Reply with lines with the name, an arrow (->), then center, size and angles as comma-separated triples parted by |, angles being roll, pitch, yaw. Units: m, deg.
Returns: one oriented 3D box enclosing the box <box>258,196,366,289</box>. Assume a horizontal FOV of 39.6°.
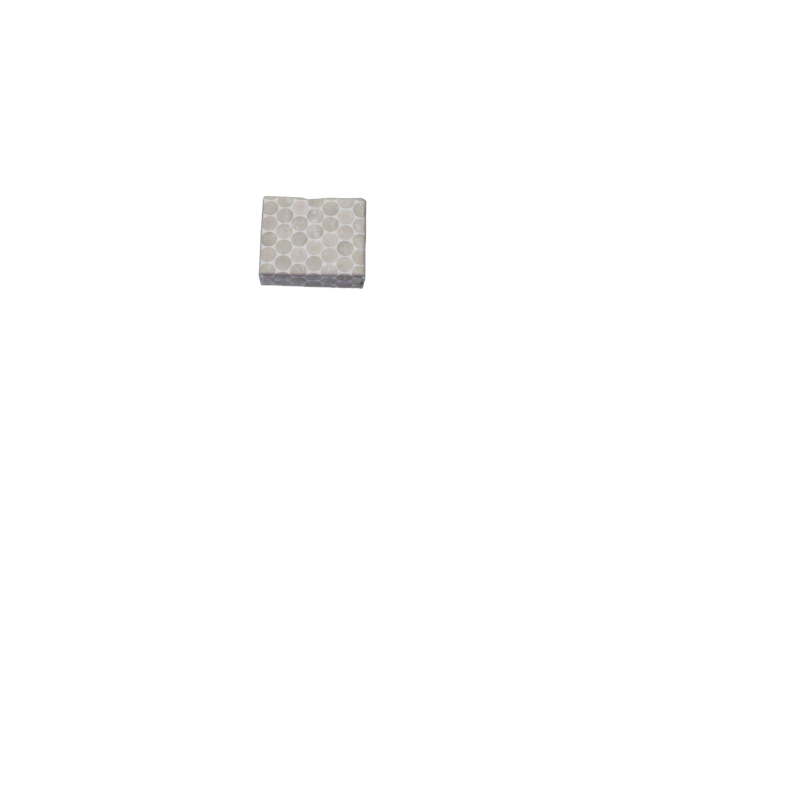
box -> -0.073, -0.133, 0.934 | 0.089, 0.077, 0.029 | 1, -24, 0
